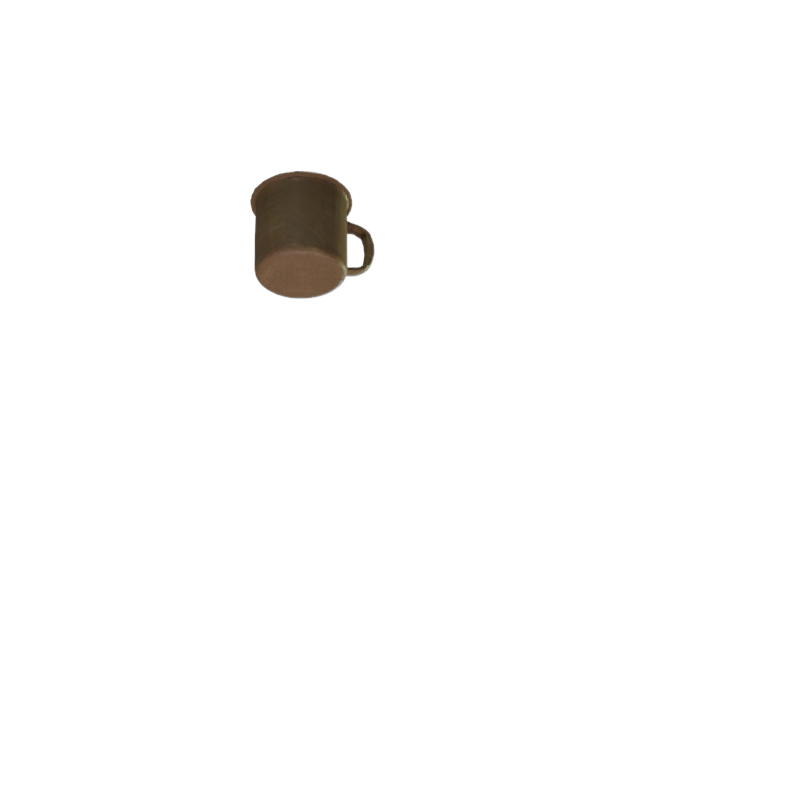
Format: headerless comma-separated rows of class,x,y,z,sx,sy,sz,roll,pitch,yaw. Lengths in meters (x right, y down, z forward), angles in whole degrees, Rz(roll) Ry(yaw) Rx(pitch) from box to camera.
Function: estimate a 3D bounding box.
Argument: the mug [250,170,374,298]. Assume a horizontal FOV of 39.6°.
mug,-0.077,-0.141,0.990,0.113,0.087,0.091,13,-34,-23
